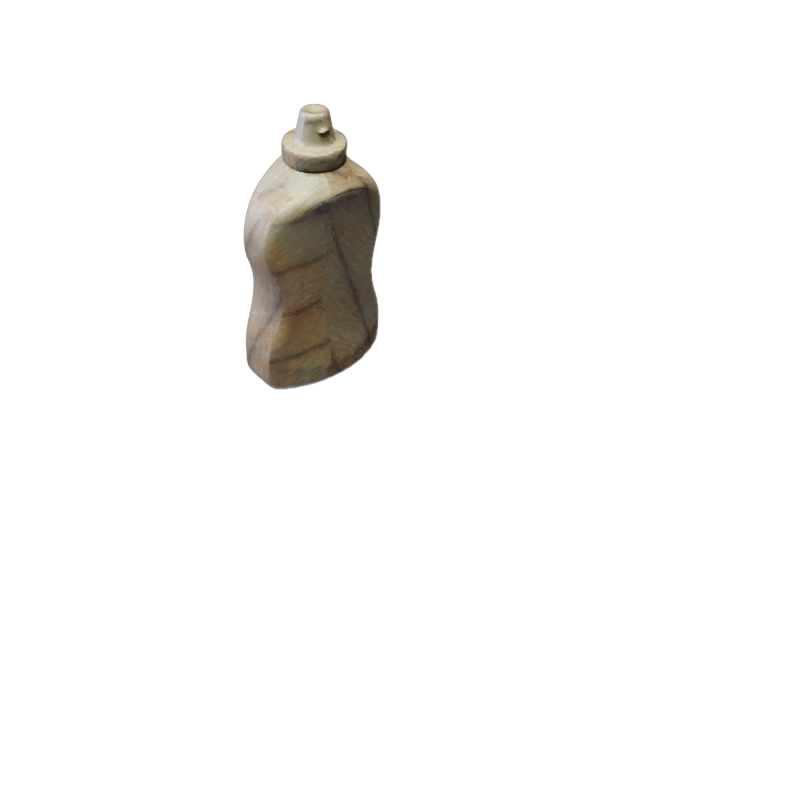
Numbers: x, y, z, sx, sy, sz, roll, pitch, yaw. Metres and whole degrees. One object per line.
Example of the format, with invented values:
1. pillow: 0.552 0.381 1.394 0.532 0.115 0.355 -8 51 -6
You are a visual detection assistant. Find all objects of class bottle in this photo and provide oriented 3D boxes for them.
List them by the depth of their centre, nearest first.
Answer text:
1. bottle: -0.056 -0.103 0.722 0.095 0.179 0.063 -23 43 -31
